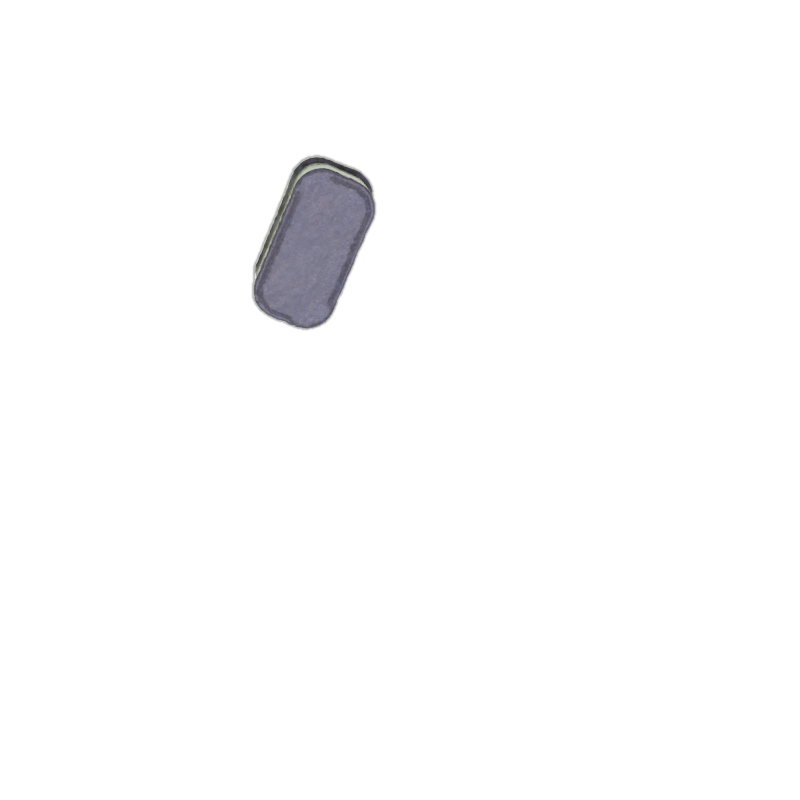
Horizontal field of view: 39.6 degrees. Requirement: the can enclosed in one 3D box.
[{"bbox_3d":[-0.055,-0.100,0.702,0.057,0.101,0.086,22,9,-7],"label":"can"}]
